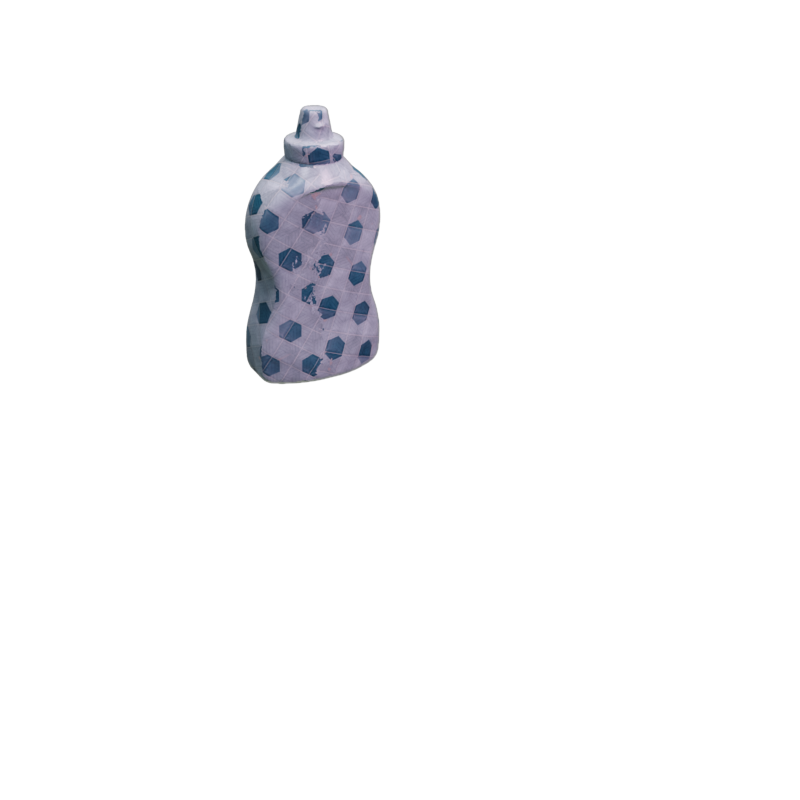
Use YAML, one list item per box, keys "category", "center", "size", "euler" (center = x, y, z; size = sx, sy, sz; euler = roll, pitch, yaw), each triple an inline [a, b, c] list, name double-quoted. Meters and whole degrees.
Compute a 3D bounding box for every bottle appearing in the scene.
- category: "bottle"
  center: [-0.060, -0.110, 0.771]
  size: [0.094, 0.182, 0.062]
  euler: [-10, 25, -25]
